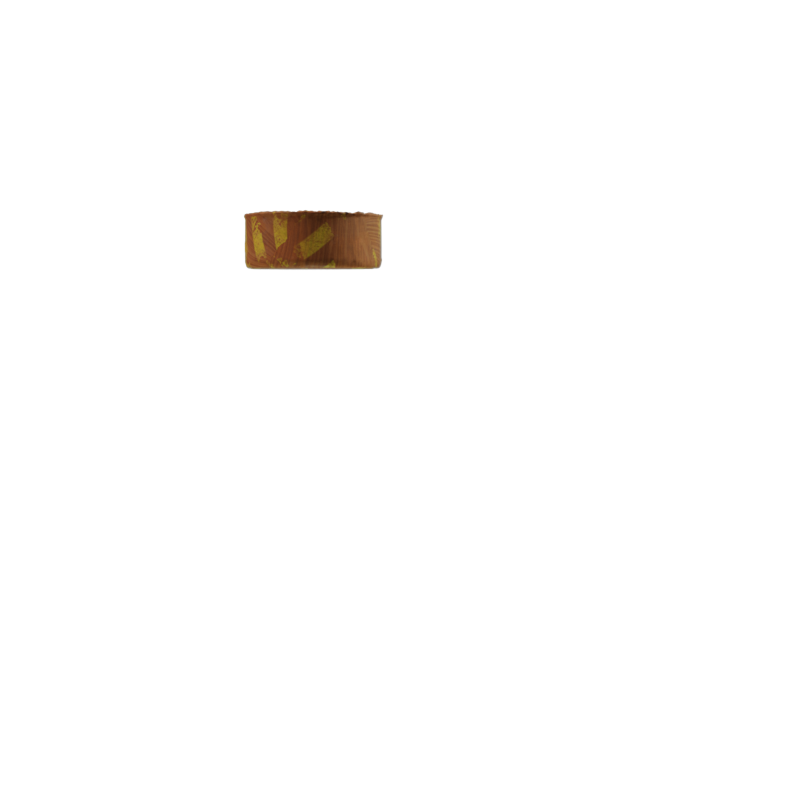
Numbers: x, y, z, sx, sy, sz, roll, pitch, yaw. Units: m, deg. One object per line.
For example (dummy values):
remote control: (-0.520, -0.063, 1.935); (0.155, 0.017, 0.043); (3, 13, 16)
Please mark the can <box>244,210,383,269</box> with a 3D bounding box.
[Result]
can: (-0.054, -0.098, 0.684); (0.086, 0.033, 0.086); (0, 5, -2)
